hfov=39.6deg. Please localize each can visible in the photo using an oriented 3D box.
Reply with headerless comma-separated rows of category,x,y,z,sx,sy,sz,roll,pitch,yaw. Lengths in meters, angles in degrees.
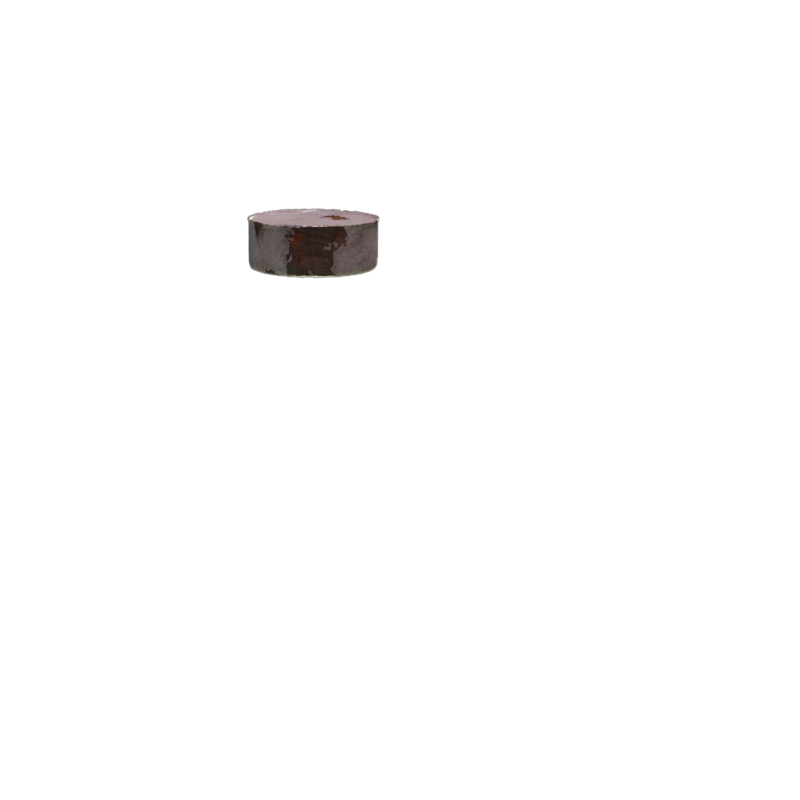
can,-0.056,-0.103,0.720,0.086,0.033,0.089,0,16,-2
